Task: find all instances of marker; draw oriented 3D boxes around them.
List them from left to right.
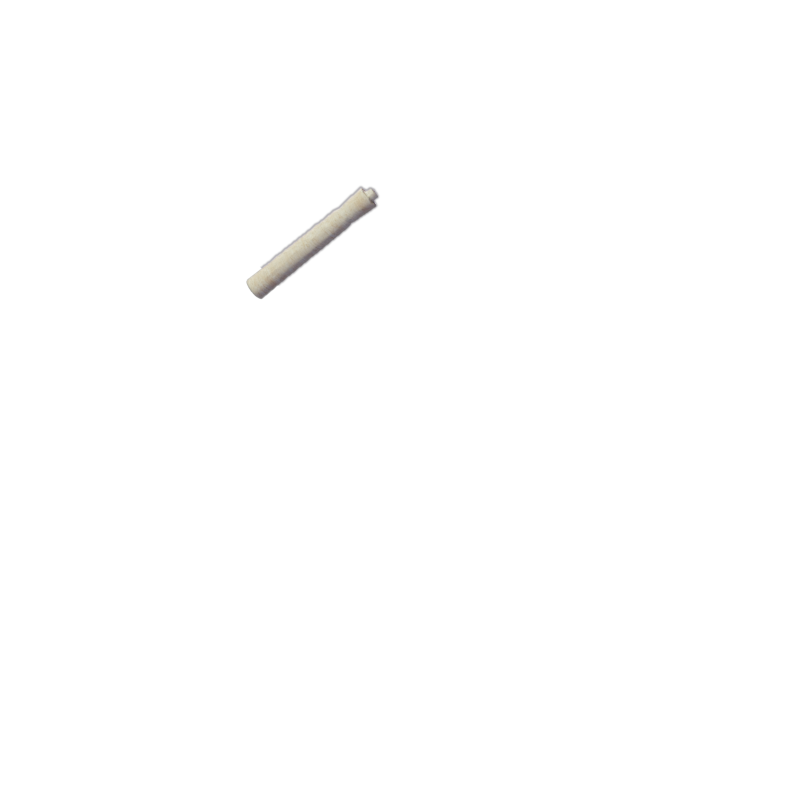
[{"bbox_3d":[-0.066,-0.120,0.840,0.120,0.020,0.019,-37,-5,13],"label":"marker"}]
